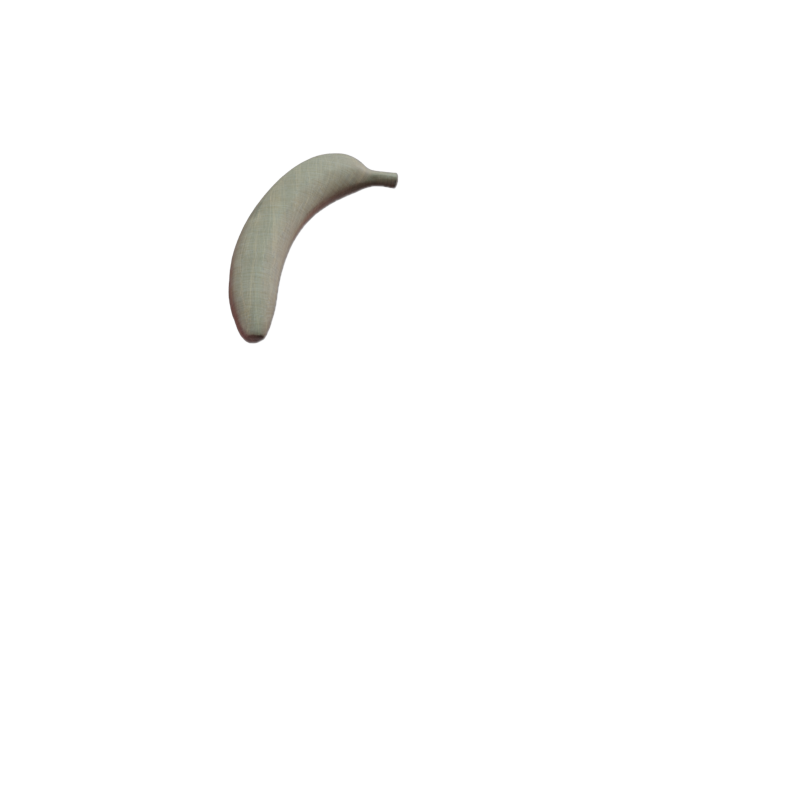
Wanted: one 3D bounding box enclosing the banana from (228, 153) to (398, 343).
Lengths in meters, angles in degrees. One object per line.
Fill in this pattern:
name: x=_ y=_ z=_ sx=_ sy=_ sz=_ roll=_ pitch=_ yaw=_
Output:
banana: x=-0.076 y=-0.123 z=0.796 sx=0.072 sy=0.204 sz=0.034 roll=23 pitch=-36 yaw=18
